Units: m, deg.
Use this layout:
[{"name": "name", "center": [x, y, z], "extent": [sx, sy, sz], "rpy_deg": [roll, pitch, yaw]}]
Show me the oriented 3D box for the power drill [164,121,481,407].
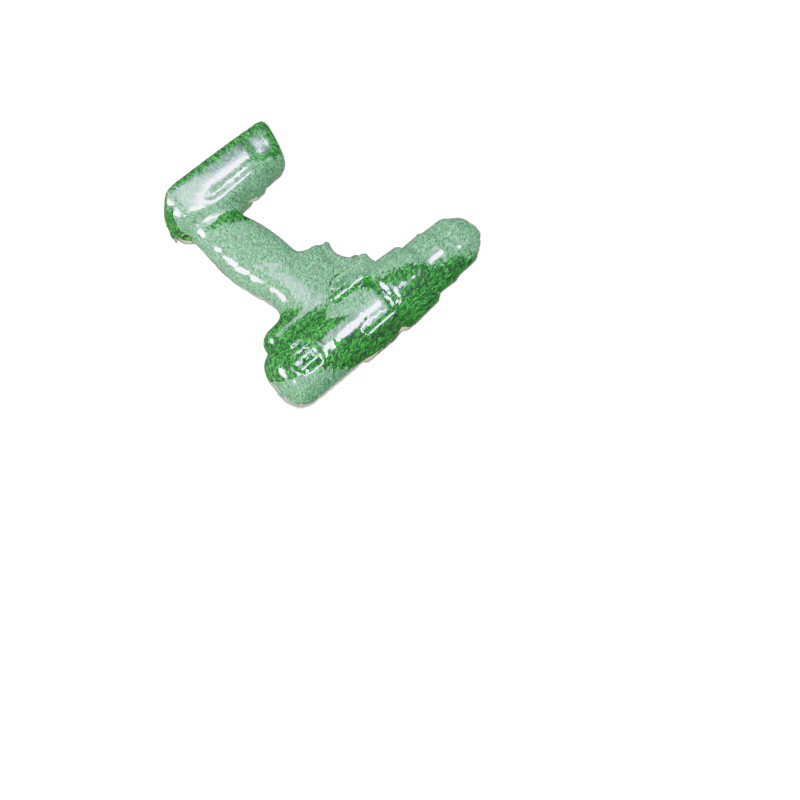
[{"name": "power drill", "center": [-0.062, -0.112, 0.787], "extent": [0.186, 0.198, 0.054], "rpy_deg": [-39, -22, -19]}]
